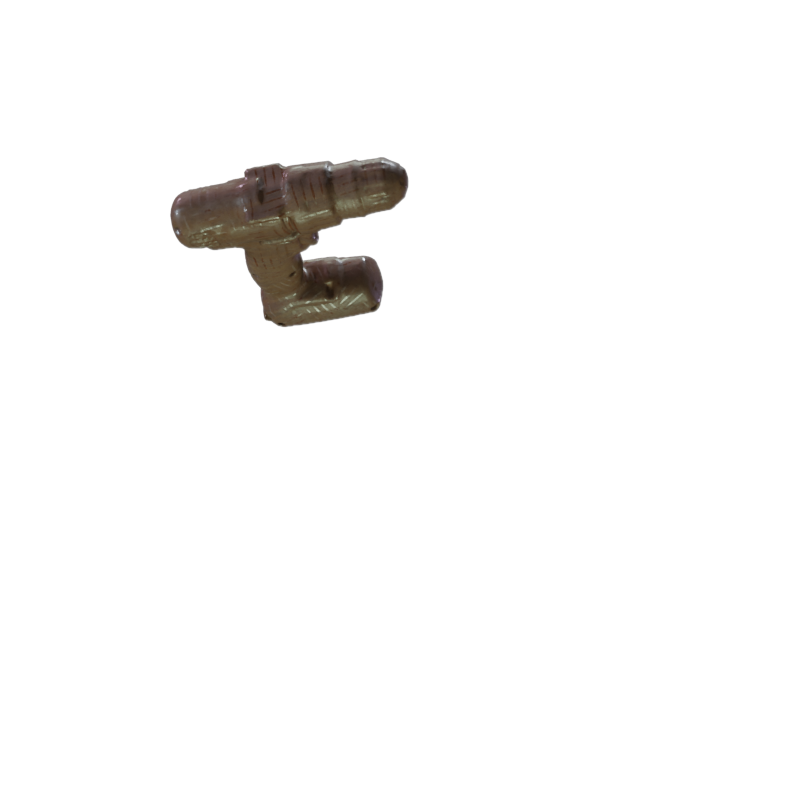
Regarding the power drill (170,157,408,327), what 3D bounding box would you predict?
[{"bbox_3d":[-0.070,-0.128,0.895,0.187,0.061,0.175,-6,-25,13],"label":"power drill"}]
